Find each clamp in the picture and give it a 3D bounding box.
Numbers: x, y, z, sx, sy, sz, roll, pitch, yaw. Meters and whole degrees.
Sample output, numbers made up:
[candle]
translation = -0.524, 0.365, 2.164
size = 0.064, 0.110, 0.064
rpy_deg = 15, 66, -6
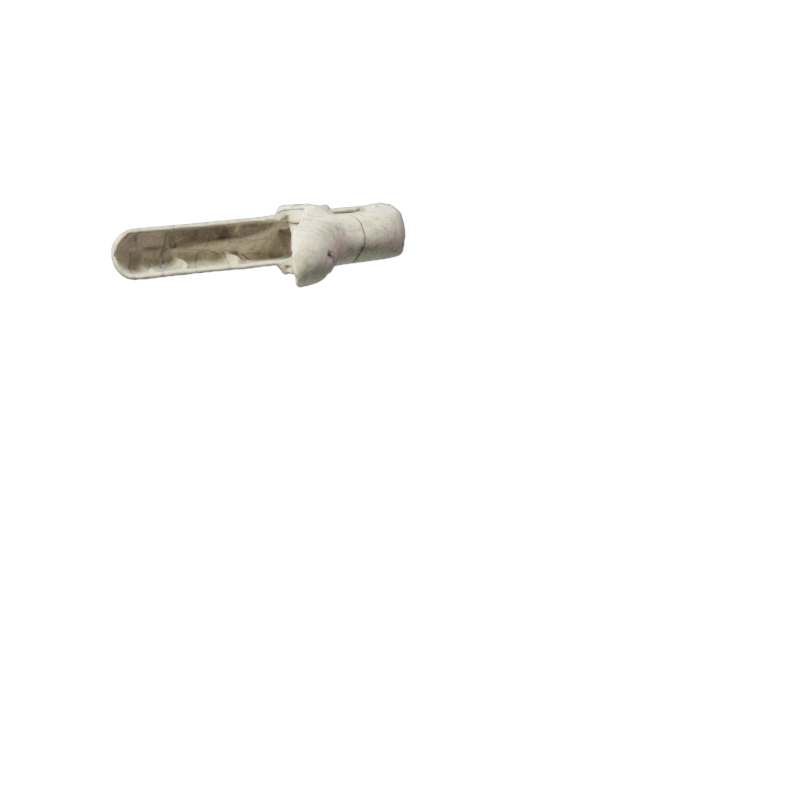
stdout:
[clamp]
translation = -0.043, -0.079, 0.554
size = 0.127, 0.038, 0.168
rpy_deg = 15, 23, 38
